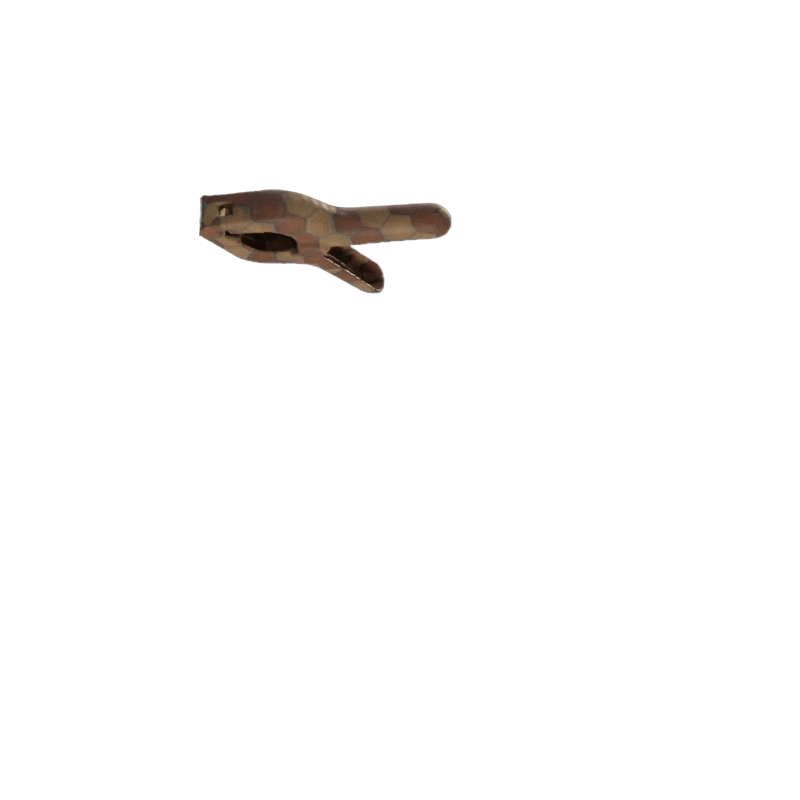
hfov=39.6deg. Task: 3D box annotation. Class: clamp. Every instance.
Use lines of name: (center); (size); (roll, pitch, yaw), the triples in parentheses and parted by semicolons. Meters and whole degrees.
clamp: (-0.062, -0.113, 0.790); (0.168, 0.042, 0.115); (7, -28, -13)
